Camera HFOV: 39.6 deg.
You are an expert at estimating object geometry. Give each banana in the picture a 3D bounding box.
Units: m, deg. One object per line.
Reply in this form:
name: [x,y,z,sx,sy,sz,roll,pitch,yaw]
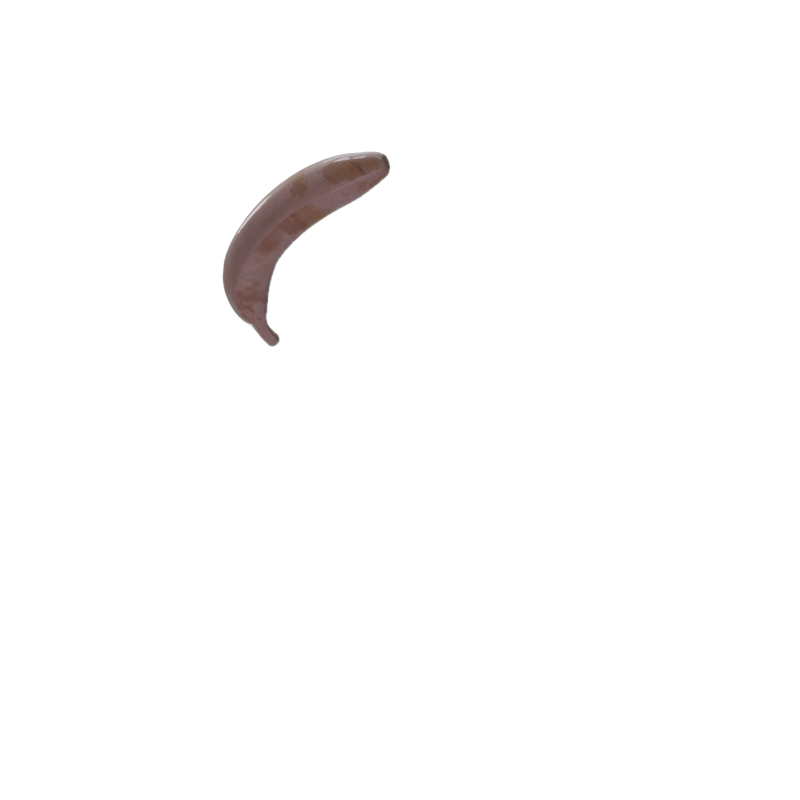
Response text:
banana: [-0.081,-0.117,0.796,0.067,0.039,0.191,20,-46,-21]
